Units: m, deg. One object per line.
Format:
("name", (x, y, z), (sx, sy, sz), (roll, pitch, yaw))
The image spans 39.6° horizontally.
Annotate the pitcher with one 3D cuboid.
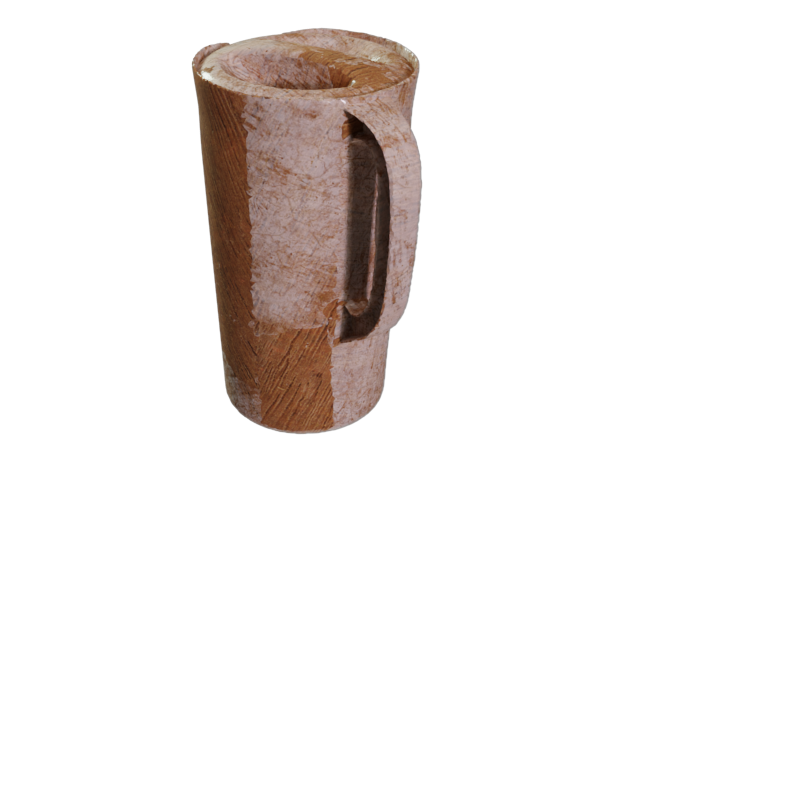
("pitcher", (-0.054, -0.099, 0.690), (0.147, 0.229, 0.156), (7, 31, 8))
